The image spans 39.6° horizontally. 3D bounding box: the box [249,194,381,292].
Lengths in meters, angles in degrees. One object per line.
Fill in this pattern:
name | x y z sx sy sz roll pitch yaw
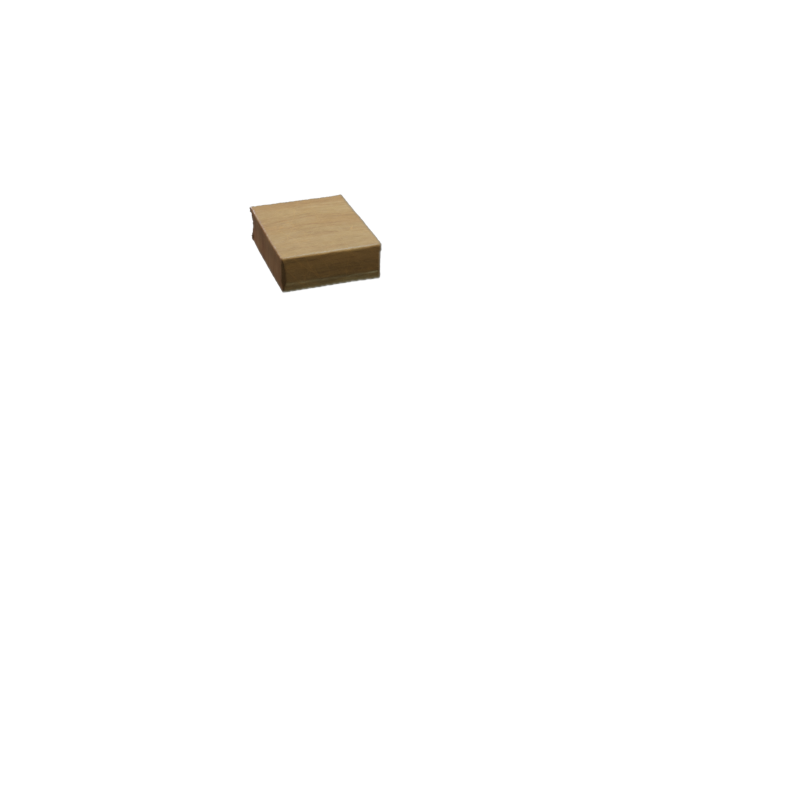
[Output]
box | -0.077 -0.140 0.982 0.088 0.037 0.122 -10 32 -17
